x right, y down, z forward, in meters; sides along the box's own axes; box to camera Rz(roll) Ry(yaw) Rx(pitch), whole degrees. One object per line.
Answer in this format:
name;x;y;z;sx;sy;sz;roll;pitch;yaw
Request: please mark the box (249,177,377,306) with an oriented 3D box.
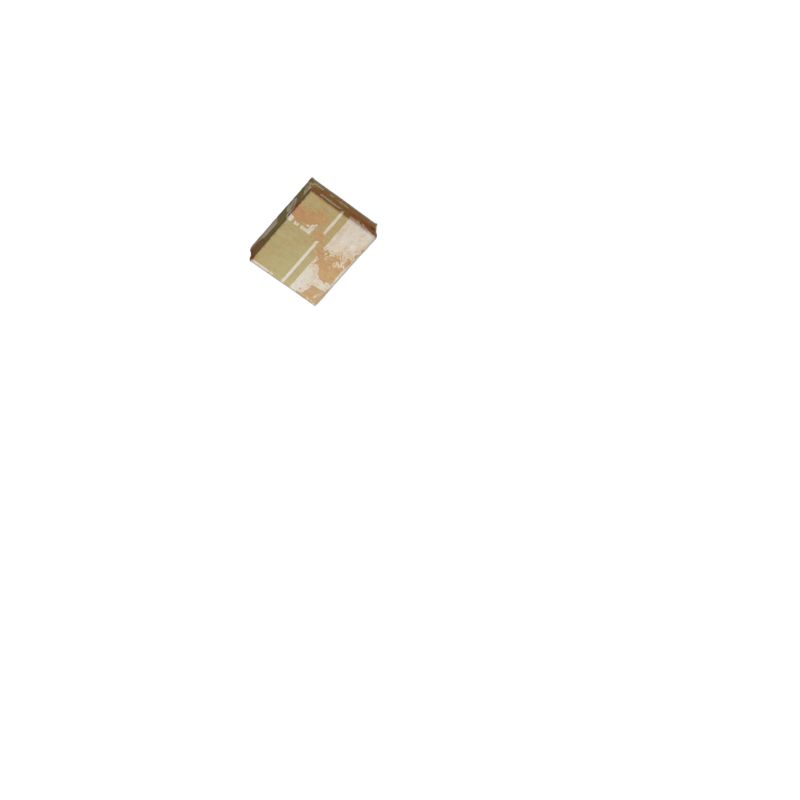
box;-0.074;-0.136;0.951;0.070;0.088;0.032;35;23;-18
